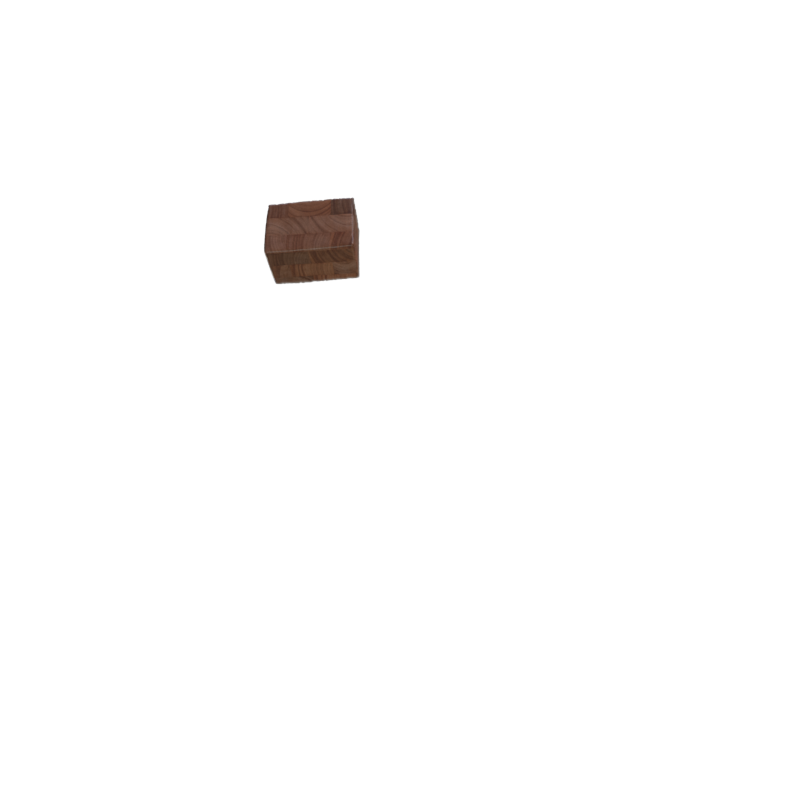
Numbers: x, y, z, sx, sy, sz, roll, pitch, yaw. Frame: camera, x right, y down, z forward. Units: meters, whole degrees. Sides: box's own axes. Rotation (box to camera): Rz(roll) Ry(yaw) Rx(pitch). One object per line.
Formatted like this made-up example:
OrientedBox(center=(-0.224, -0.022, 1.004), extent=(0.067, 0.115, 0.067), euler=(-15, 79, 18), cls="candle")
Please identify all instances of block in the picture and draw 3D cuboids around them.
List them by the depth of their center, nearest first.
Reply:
OrientedBox(center=(-0.076, -0.138, 0.967), extent=(0.078, 0.055, 0.049), euler=(-4, -32, 5), cls="block")
